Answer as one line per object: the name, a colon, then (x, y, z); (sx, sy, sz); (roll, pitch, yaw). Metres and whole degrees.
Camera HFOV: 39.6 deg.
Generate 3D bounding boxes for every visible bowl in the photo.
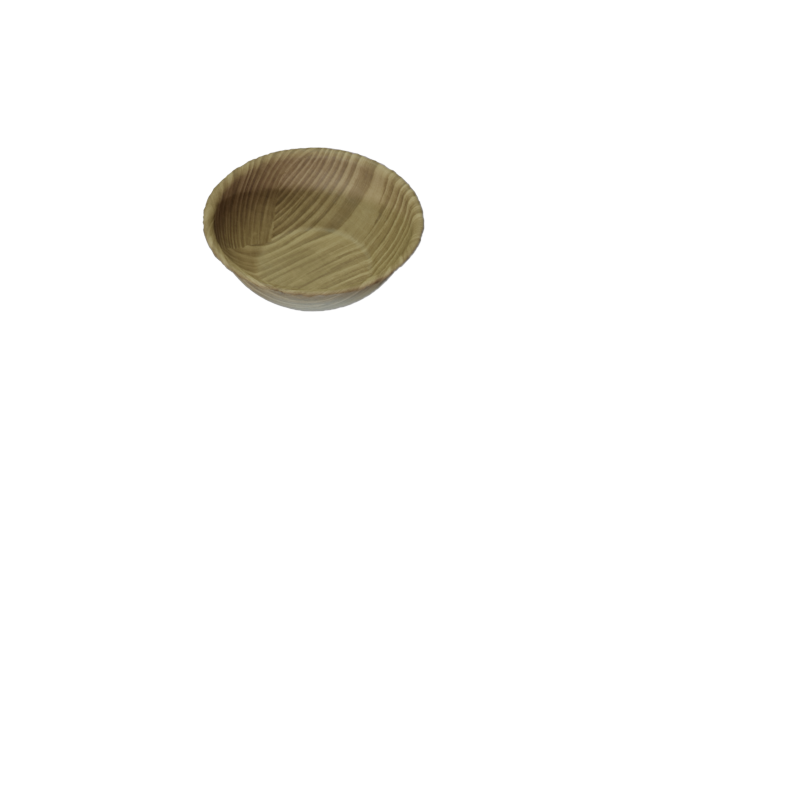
bowl: (-0.065, -0.118, 0.824); (0.162, 0.174, 0.051); (-1, -43, -1)
